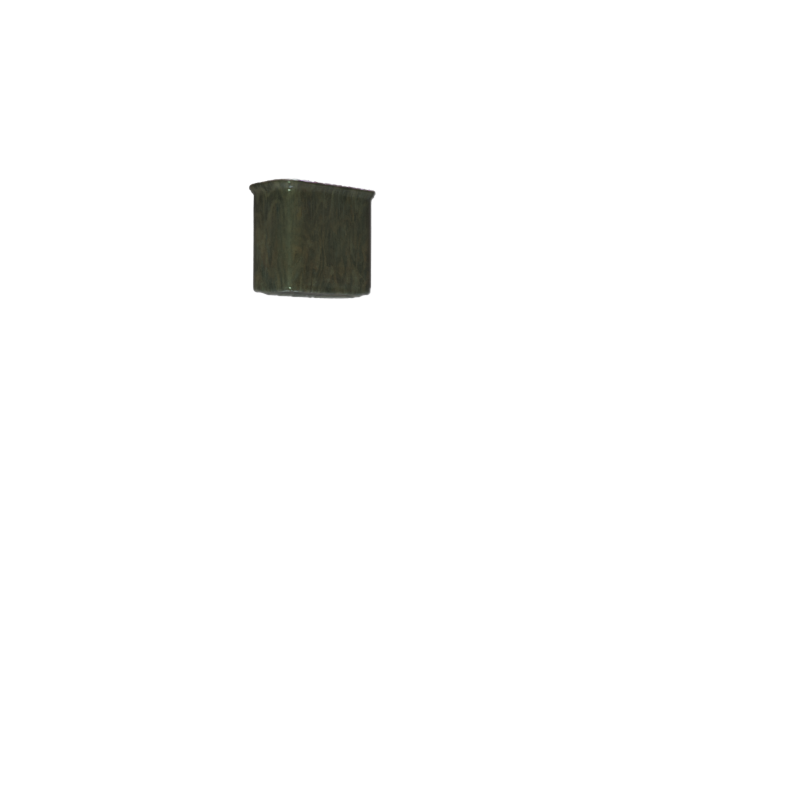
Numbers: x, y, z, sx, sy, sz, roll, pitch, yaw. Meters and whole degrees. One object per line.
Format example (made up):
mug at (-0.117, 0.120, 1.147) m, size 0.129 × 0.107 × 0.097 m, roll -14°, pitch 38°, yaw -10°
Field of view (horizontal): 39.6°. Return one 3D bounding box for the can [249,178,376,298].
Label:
can at (-0.067, -0.123, 0.859) m, size 0.098 × 0.085 × 0.059 m, roll 1°, pitch -4°, yaw -44°
